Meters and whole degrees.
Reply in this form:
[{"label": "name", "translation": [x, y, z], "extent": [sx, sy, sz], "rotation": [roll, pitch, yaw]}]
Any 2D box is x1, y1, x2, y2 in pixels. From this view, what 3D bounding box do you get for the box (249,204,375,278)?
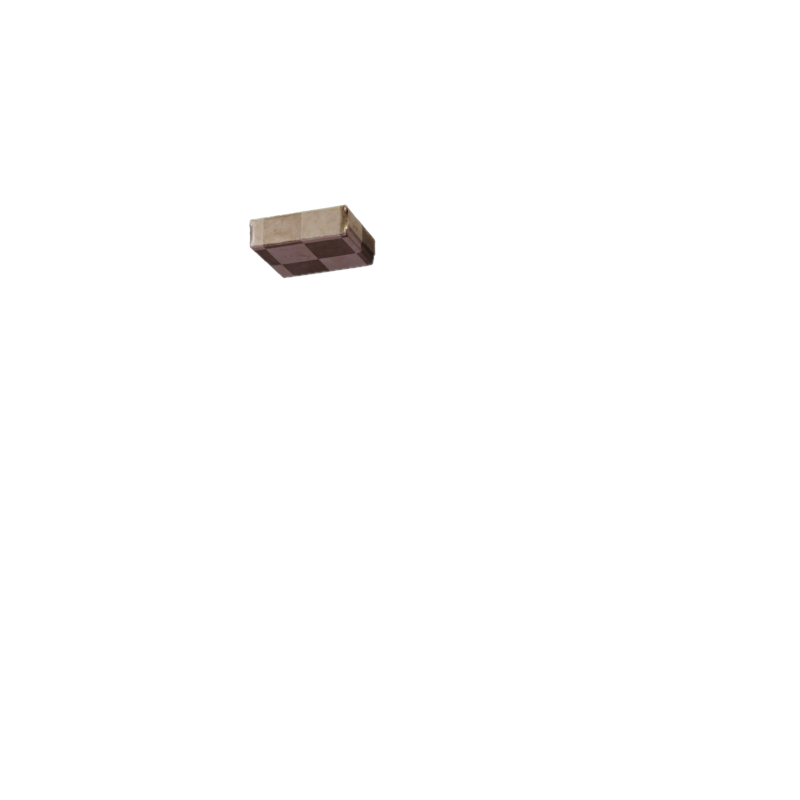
[{"label": "box", "translation": [-0.074, -0.135, 0.947], "extent": [0.091, 0.032, 0.068], "rotation": [-6, -19, 19]}]
